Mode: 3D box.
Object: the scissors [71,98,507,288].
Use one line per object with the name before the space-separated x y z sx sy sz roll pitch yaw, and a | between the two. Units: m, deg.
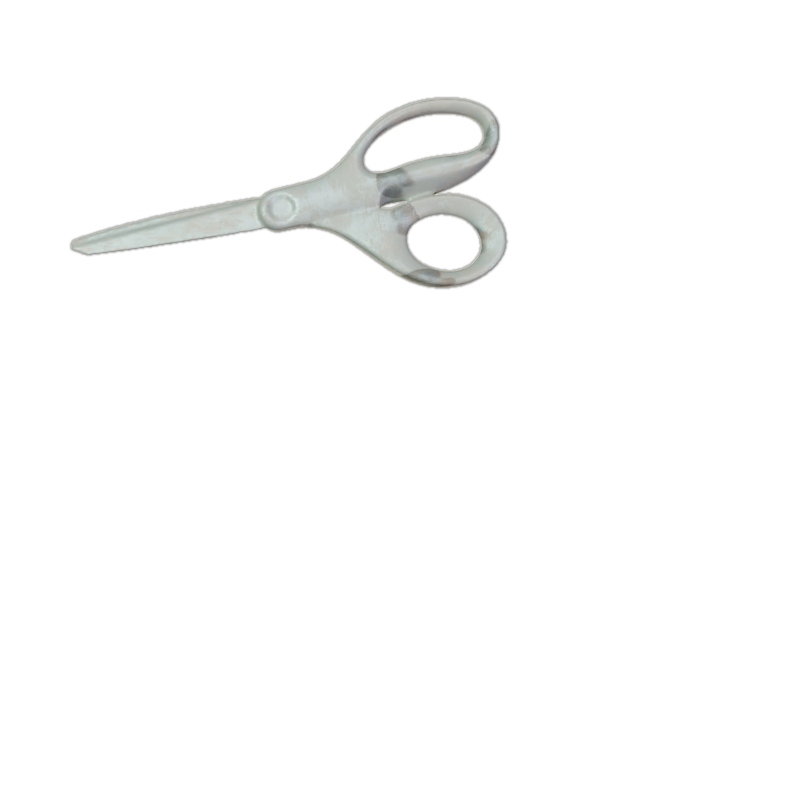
scissors | -0.040 -0.072 0.507 0.201 0.098 0.015 -26 -8 -4
